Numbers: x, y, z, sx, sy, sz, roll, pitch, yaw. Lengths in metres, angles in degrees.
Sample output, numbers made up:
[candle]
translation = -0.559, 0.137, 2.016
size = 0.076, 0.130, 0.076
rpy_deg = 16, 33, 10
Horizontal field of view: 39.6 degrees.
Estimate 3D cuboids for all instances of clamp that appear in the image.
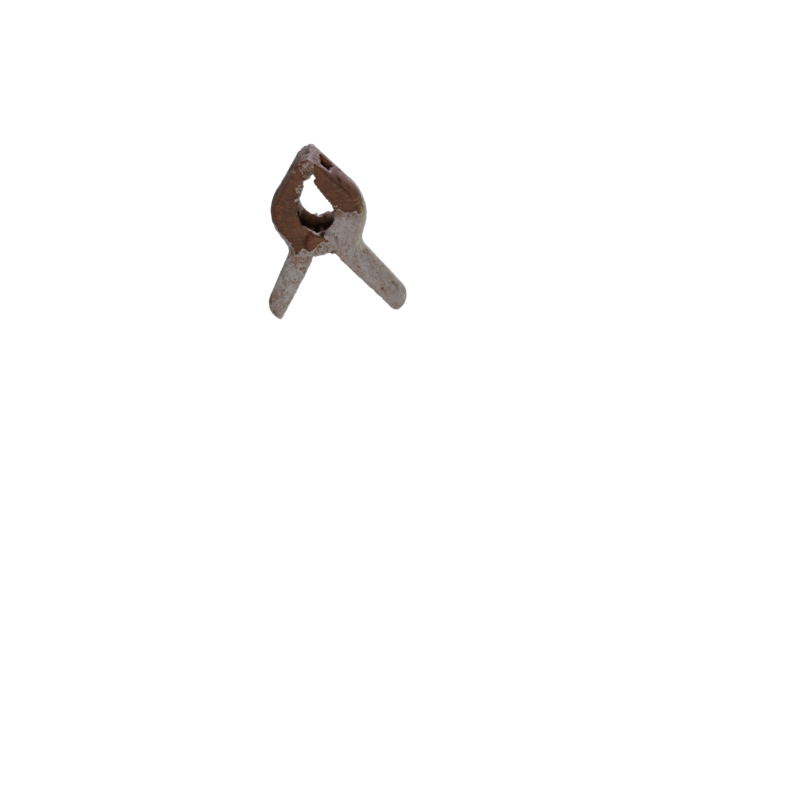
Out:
[clamp]
translation = -0.073, -0.133, 0.933
size = 0.121, 0.159, 0.042
rpy_deg = -15, 34, 10
